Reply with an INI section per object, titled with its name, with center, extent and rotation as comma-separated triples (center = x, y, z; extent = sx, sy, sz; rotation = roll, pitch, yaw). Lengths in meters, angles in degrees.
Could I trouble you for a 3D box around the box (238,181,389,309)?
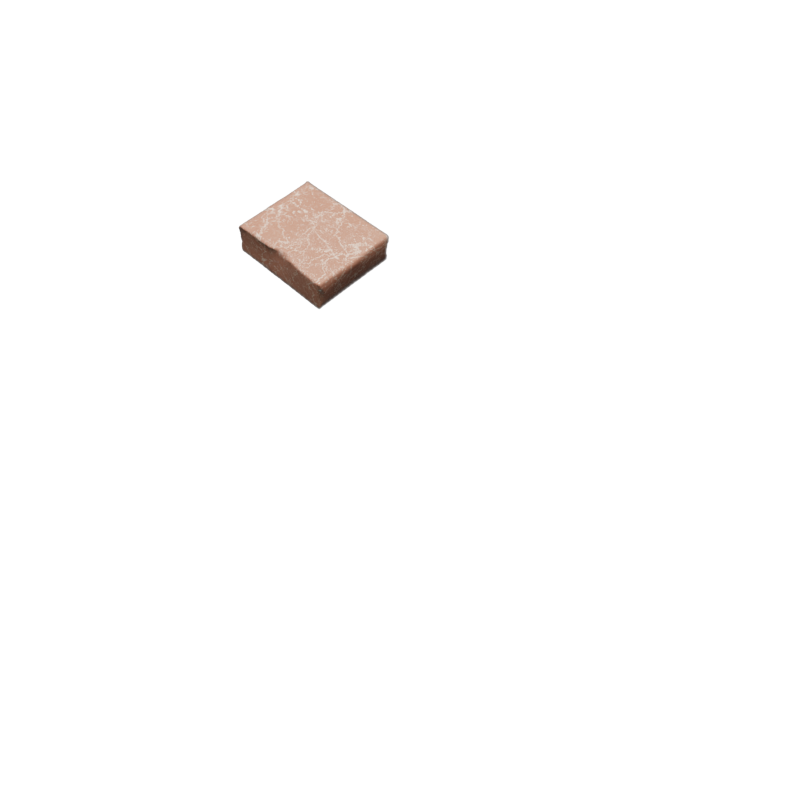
[box]
center = -0.065, -0.119, 0.835
extent = 0.074, 0.028, 0.095
rotation = -37, 59, -28
